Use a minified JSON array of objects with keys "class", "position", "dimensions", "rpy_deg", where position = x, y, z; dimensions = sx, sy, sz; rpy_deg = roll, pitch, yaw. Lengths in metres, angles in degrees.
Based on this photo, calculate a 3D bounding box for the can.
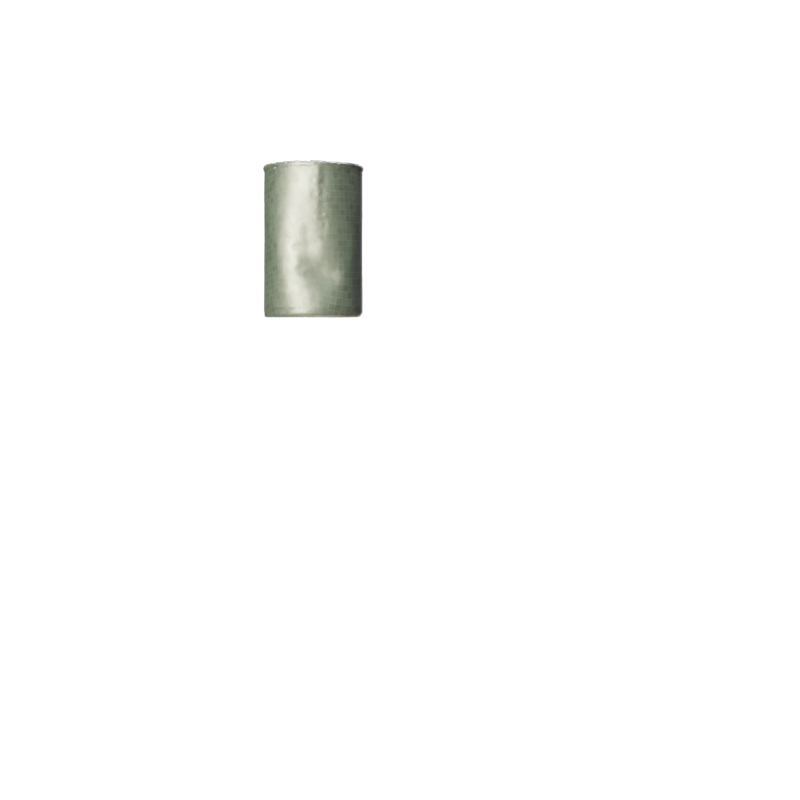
[{"class":"can","position":[-0.059,-0.107,0.749],"dimensions":[0.068,0.103,0.068],"rpy_deg":[0,-1,-2]}]
